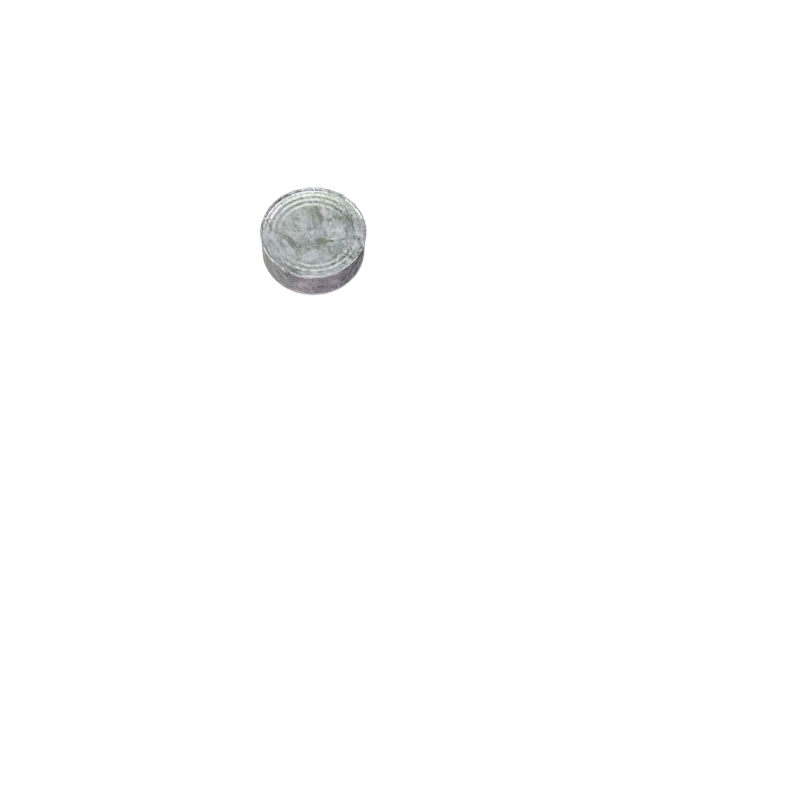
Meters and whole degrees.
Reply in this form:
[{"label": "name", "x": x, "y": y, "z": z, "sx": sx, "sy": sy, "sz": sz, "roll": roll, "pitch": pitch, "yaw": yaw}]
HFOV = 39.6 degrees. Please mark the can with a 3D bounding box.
[{"label": "can", "x": -0.071, "y": -0.129, "z": 0.905, "sx": 0.086, "sy": 0.091, "sz": 0.031, "roll": -1, "pitch": -30, "yaw": -1}]
